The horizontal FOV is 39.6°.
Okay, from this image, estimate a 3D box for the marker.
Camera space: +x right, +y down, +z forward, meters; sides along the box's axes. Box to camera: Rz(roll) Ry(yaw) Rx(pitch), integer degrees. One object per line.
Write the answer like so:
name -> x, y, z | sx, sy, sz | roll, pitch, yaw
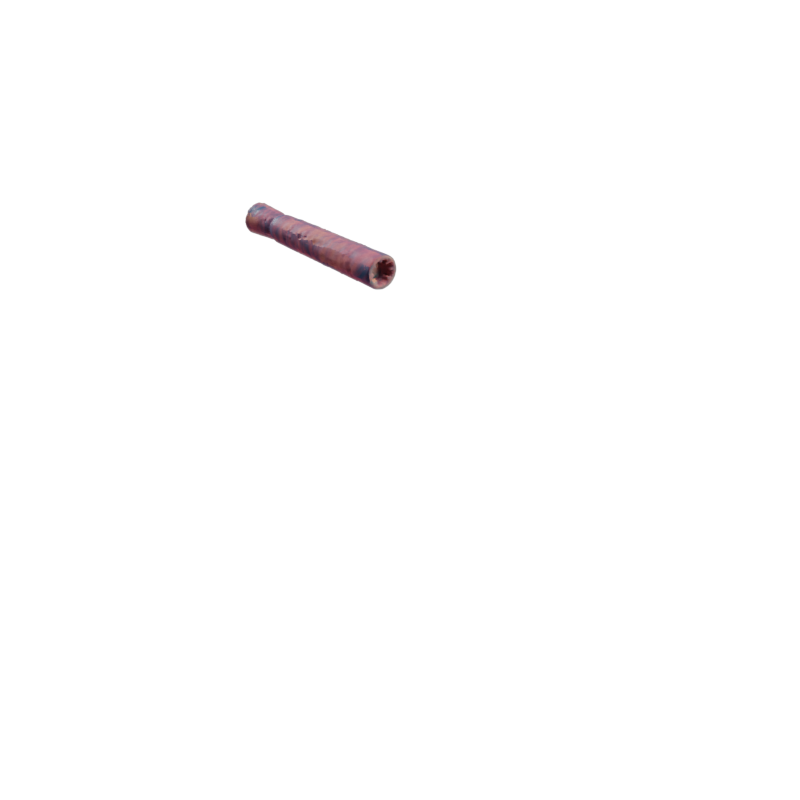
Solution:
marker -> -0.048, -0.087, 0.608 | 0.019, 0.019, 0.129 | -3, 22, -39
